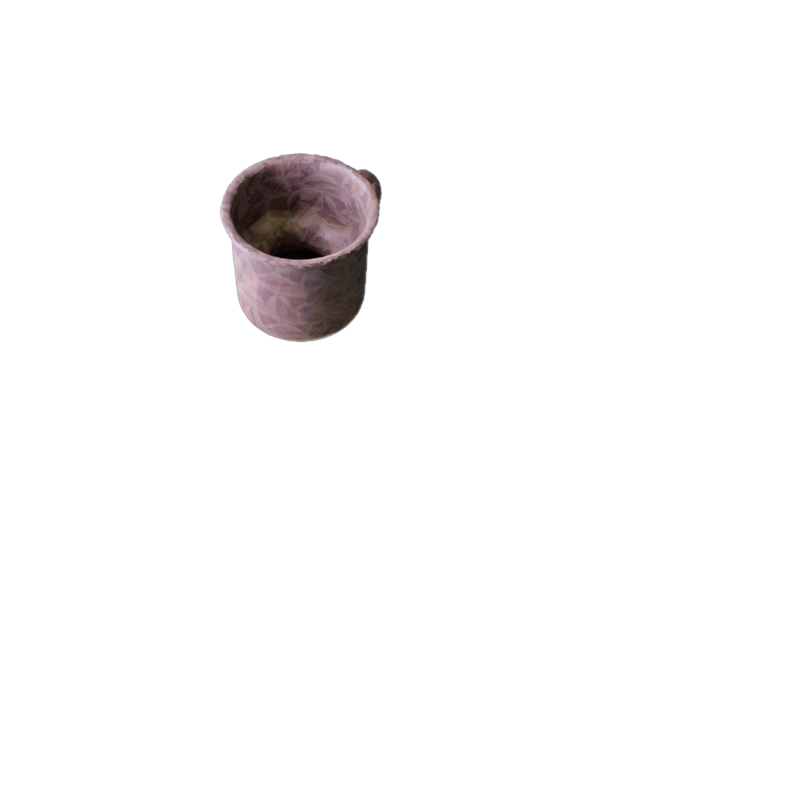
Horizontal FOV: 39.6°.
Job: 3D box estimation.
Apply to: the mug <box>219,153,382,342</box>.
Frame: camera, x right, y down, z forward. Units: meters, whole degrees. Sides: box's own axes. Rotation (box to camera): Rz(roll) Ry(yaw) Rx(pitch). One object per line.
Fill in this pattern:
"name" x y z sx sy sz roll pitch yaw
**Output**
"mug" -0.053 -0.097 0.682 0.098 0.076 0.119 32 57 22
